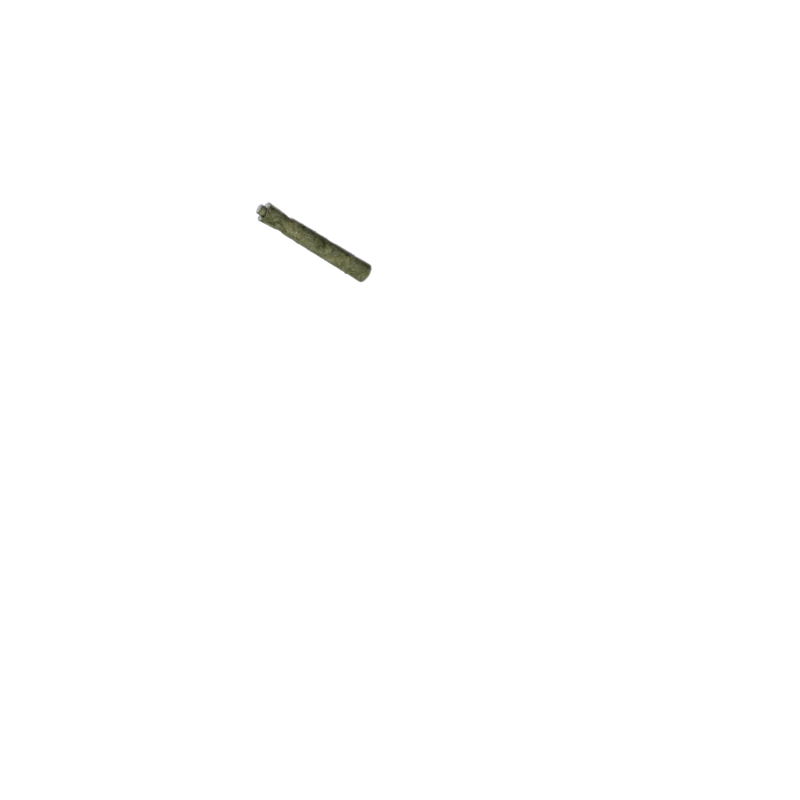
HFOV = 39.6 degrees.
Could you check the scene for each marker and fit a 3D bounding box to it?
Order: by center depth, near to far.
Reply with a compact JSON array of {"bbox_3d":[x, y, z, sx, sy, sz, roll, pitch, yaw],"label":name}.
[{"bbox_3d":[-0.078,-0.142,0.993,0.115,0.020,0.020,29,-9,-23],"label":"marker"}]
